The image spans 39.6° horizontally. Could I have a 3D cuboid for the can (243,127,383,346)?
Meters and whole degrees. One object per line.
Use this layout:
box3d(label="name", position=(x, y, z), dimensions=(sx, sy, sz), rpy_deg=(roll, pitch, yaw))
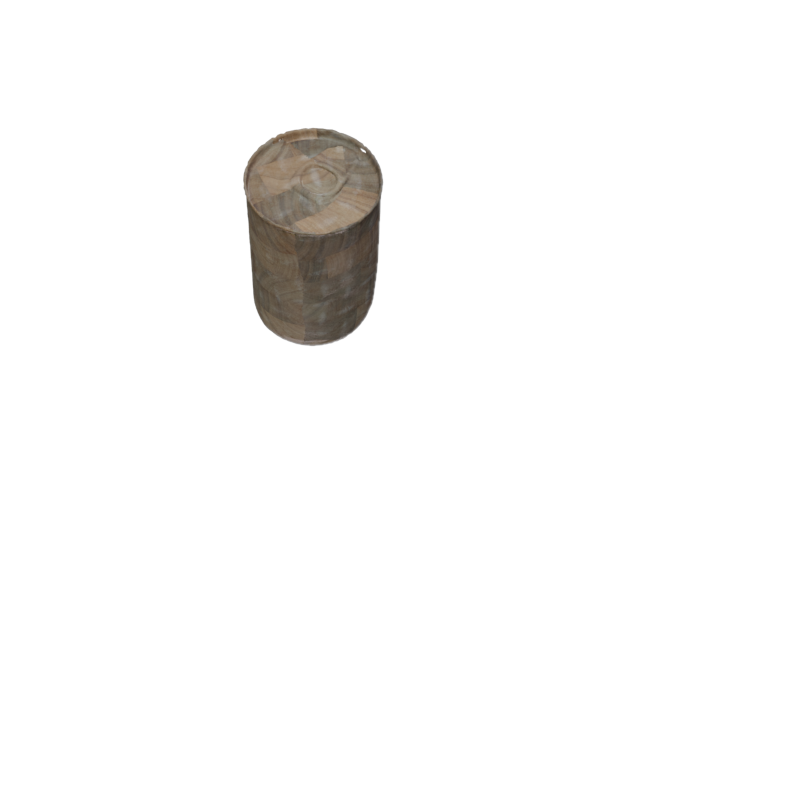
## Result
box3d(label="can", position=(-0.045, -0.082, 0.577), dimensions=(0.068, 0.073, 0.096), rpy_deg=(0, -33, -3))
